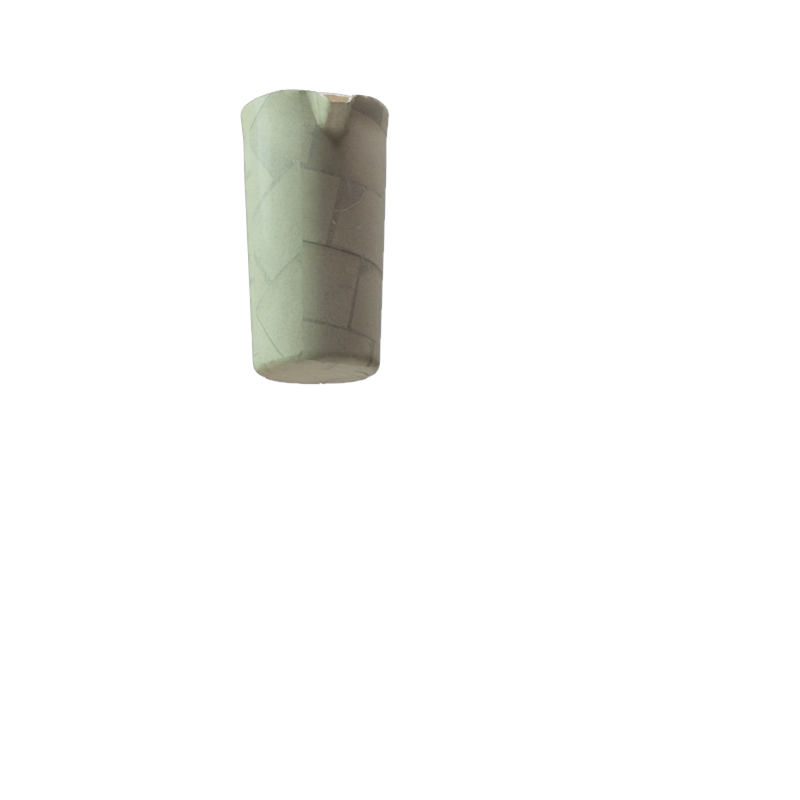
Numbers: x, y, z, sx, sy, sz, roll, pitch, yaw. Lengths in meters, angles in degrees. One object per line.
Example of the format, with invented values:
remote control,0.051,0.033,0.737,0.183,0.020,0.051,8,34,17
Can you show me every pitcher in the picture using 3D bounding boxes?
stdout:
pitcher,-0.076,-0.139,0.976,0.148,0.251,0.141,-7,-14,27
